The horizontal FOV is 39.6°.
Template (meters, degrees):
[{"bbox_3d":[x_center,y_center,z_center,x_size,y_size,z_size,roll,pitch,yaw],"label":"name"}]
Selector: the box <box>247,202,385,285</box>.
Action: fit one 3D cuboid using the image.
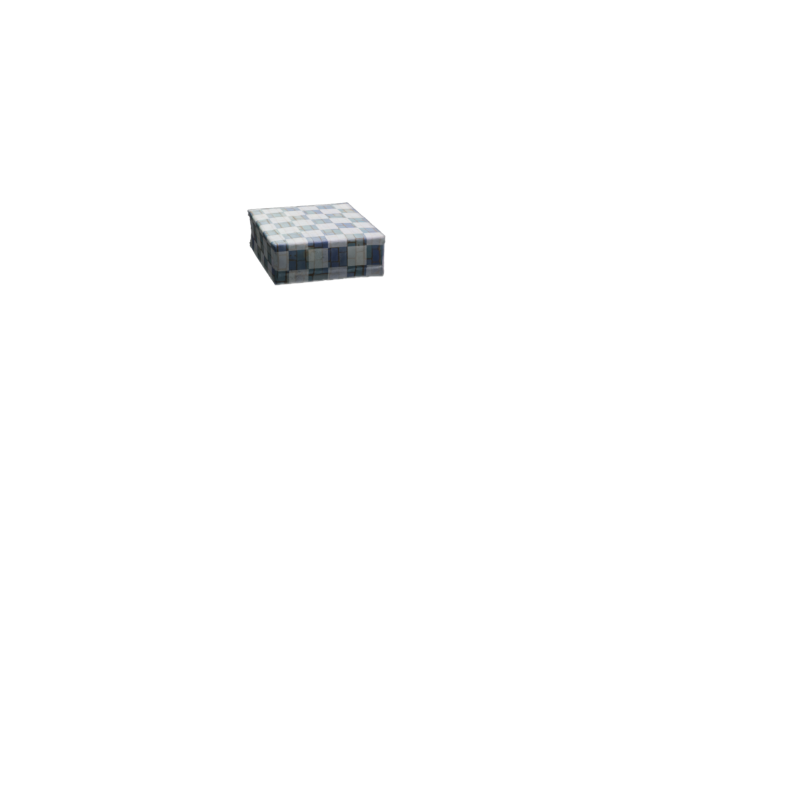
[{"bbox_3d":[-0.071,-0.129,0.902,0.088,0.037,0.120,-6,22,-15],"label":"box"}]
